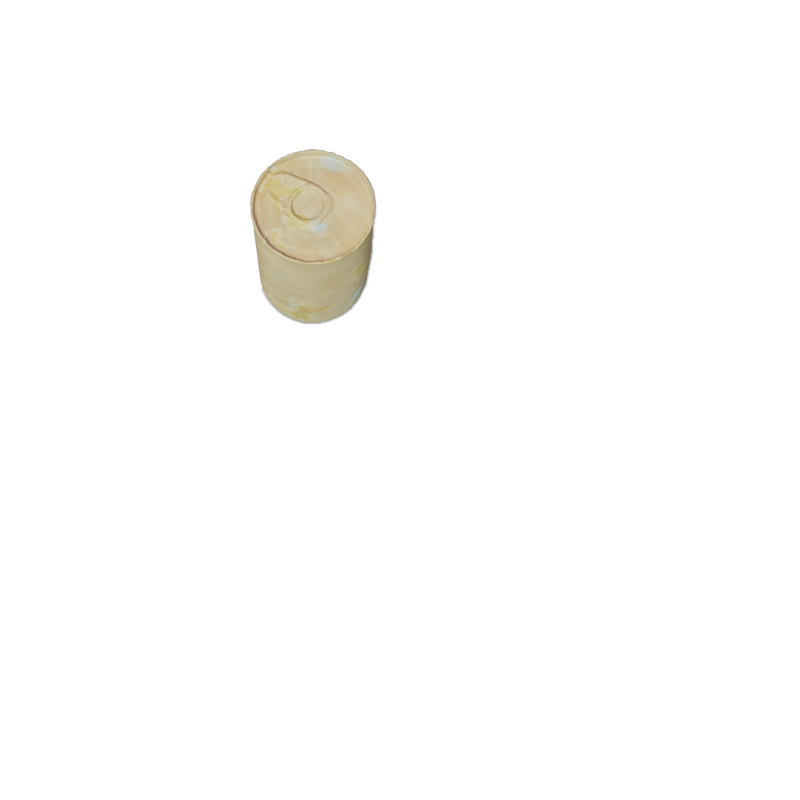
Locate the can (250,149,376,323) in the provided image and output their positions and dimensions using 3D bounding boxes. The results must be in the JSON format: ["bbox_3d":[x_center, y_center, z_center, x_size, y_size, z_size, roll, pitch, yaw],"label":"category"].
[{"bbox_3d":[-0.050,-0.091,0.640,0.068,0.072,0.098,0,-18,-3],"label":"can"}]
